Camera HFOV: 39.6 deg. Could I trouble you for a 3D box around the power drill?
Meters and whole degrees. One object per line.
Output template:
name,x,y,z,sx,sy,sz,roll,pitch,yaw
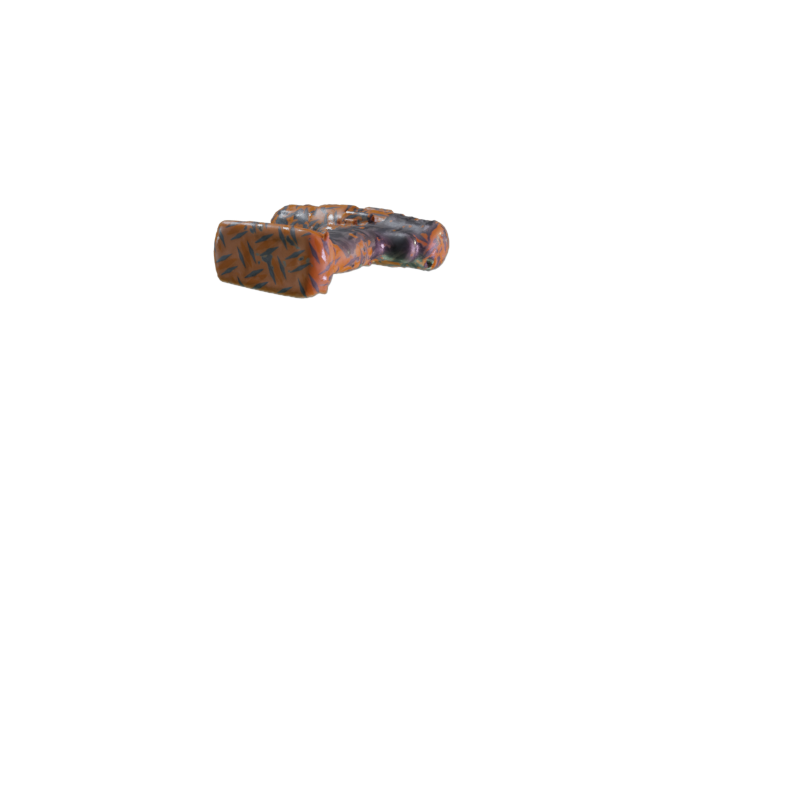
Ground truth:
power drill,-0.075,-0.138,0.964,0.193,0.056,0.185,11,20,31
